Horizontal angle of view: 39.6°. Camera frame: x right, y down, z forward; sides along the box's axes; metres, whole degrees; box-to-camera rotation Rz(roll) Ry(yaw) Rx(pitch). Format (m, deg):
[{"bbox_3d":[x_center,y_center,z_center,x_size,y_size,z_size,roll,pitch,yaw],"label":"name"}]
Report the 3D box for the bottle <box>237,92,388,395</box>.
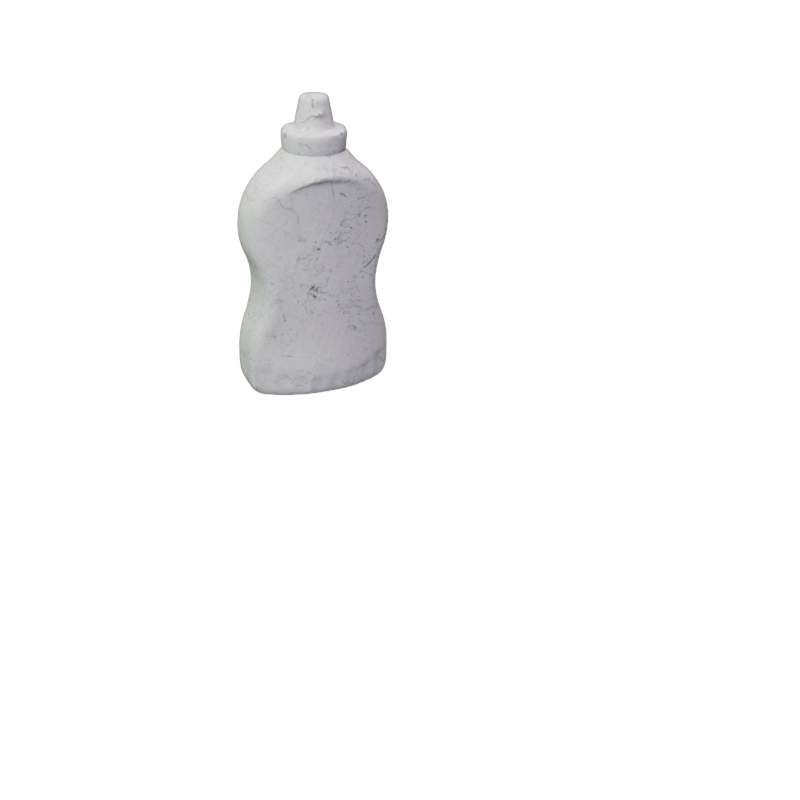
[{"bbox_3d":[-0.055,-0.101,0.708,0.094,0.183,0.062,-6,23,-18],"label":"bottle"}]
